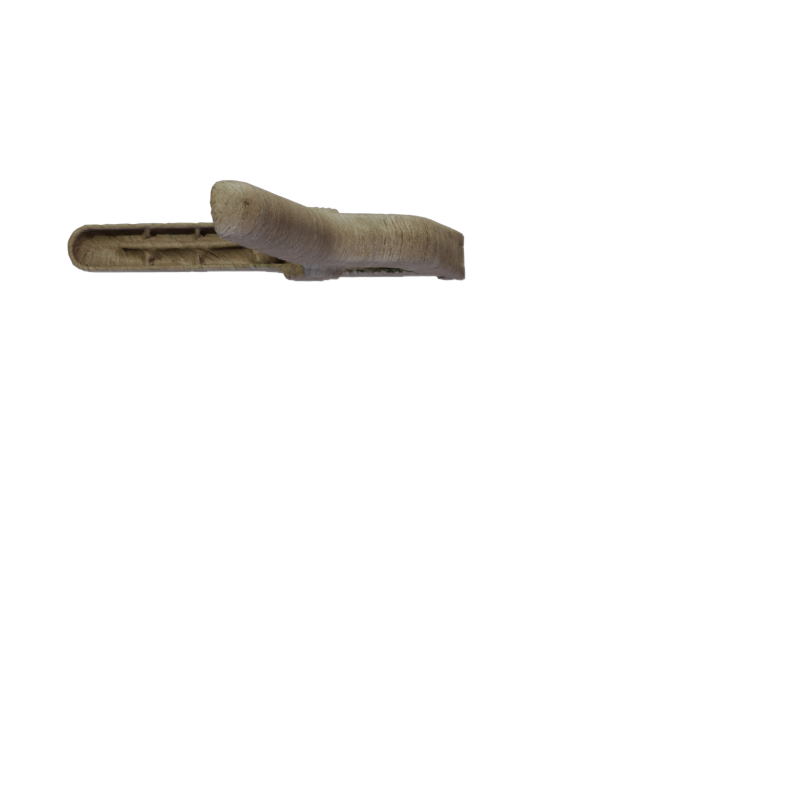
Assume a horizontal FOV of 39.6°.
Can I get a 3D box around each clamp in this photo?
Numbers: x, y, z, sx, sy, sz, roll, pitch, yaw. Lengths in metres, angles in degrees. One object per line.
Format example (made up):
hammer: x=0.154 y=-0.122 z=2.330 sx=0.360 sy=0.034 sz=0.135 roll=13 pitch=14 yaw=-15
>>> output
clamp: x=-0.044 y=-0.080 z=0.557 sx=0.203 sy=0.037 sz=0.169 roll=-1 pitch=1 yaw=-29
